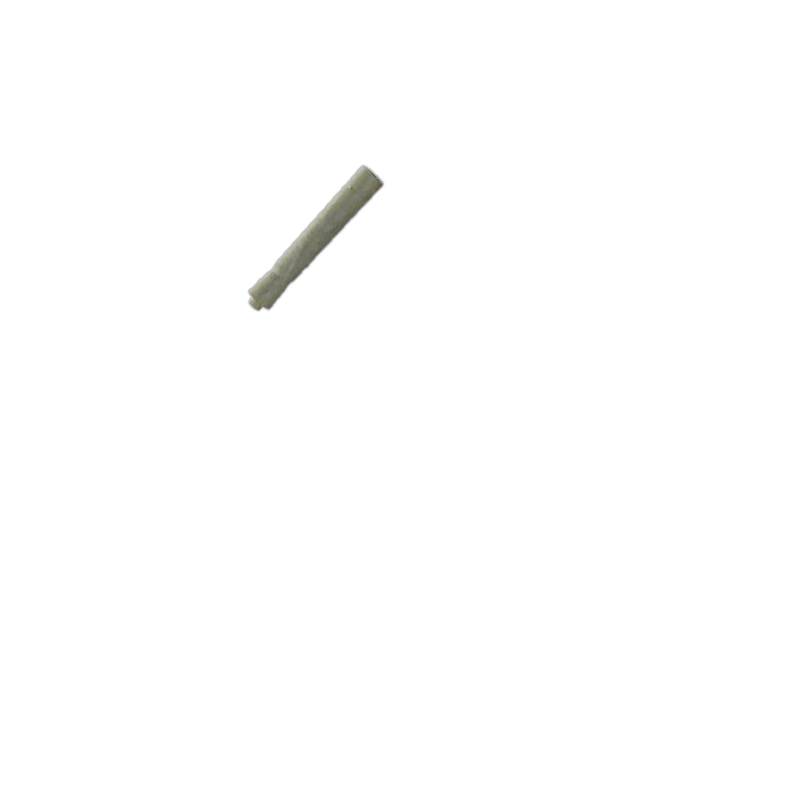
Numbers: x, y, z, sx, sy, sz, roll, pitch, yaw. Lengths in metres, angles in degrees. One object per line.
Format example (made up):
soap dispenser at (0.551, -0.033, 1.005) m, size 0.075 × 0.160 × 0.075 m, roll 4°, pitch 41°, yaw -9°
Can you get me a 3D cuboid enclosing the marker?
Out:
marker at (-0.058, -0.106, 0.742) m, size 0.019 × 0.120 × 0.020 m, roll 41°, pitch 10°, yaw -13°
